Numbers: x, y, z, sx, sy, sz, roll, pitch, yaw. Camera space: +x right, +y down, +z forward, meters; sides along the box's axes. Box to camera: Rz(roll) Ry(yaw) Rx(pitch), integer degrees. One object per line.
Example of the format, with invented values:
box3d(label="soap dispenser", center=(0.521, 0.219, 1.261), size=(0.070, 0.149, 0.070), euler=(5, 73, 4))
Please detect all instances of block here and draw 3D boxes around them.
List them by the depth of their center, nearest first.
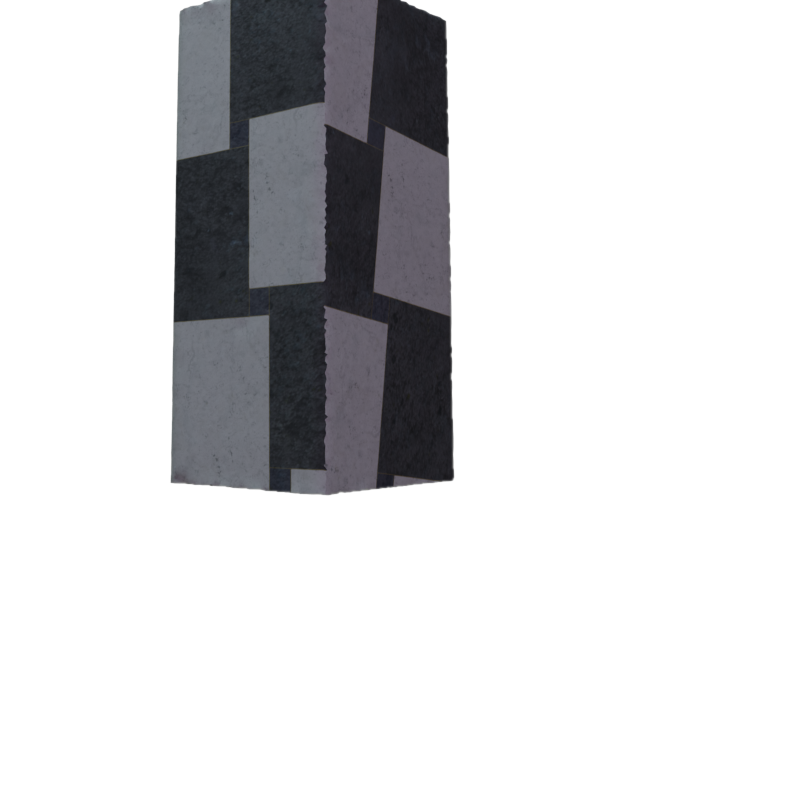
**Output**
box3d(label="block", center=(-0.038, -0.069, 0.486), size=(0.093, 0.210, 0.086), euler=(-5, -8, 38))
